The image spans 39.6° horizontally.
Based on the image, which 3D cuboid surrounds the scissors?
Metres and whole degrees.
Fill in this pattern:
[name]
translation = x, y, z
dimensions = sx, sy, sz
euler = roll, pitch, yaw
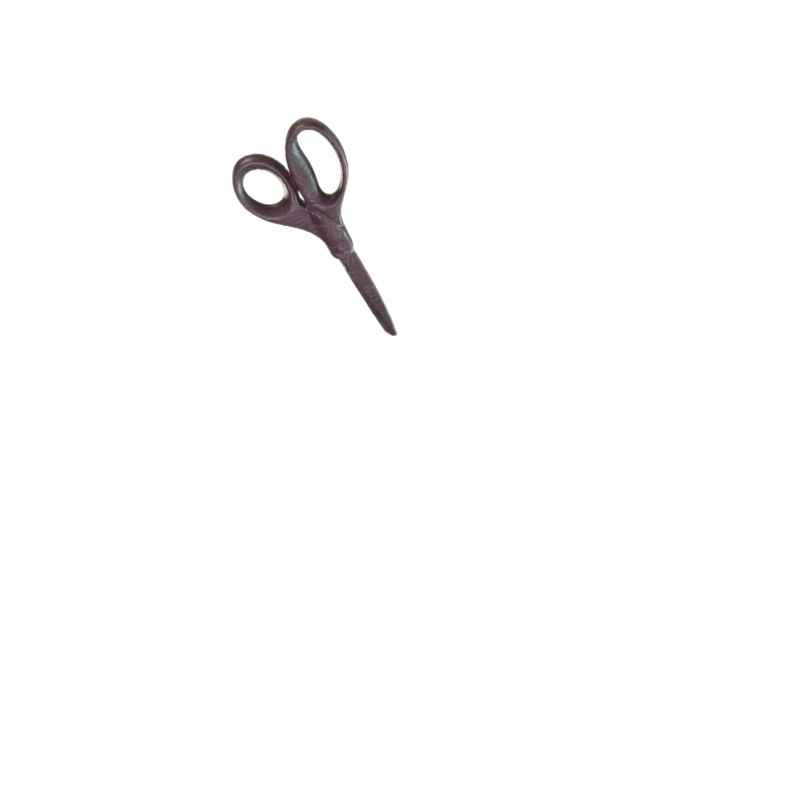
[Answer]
[scissors]
translation = -0.067, -0.121, 0.850
dimensions = 0.097, 0.188, 0.017
euler = -9, 33, 6
